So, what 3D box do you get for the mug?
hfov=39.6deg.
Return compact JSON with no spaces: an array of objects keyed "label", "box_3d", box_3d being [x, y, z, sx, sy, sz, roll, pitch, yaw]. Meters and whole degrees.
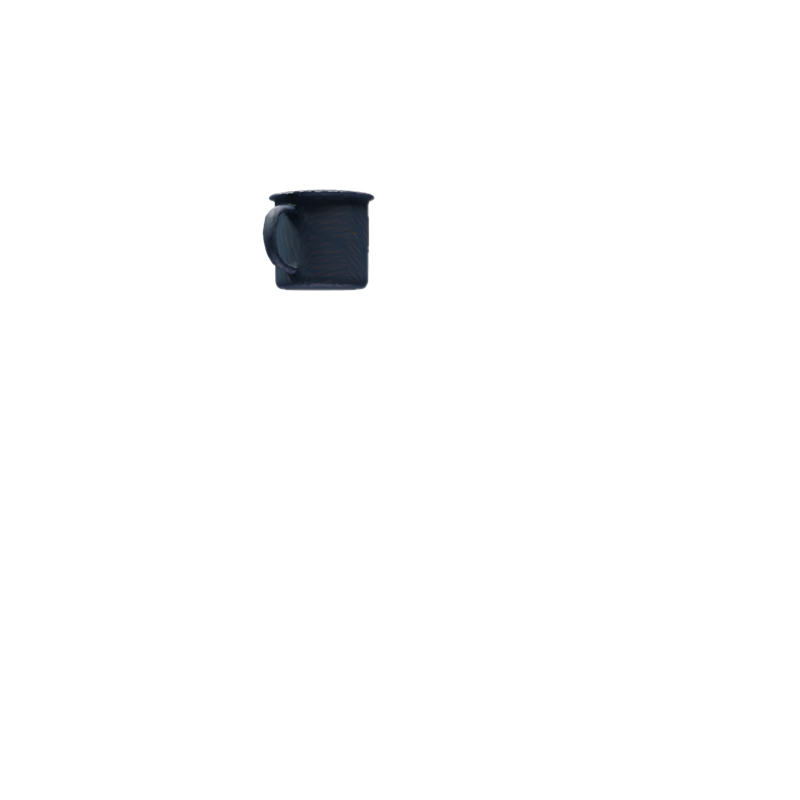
[{"label":"mug","box_3d":[-0.075,-0.137,0.958,0.096,0.082,0.112,0,0,35]}]
